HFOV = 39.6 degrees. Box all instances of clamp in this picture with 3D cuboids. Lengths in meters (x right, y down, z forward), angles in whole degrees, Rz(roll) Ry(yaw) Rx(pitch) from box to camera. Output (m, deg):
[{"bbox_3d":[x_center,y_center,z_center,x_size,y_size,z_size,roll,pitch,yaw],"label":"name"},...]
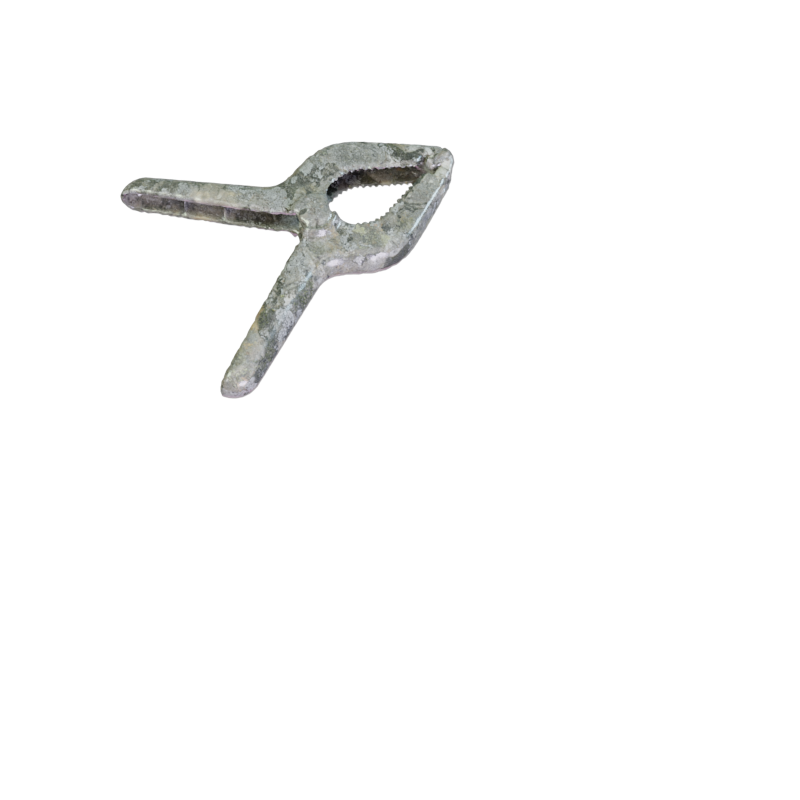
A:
[{"bbox_3d":[-0.055,-0.100,0.701,0.209,0.175,0.034,-20,-25,-10],"label":"clamp"}]
